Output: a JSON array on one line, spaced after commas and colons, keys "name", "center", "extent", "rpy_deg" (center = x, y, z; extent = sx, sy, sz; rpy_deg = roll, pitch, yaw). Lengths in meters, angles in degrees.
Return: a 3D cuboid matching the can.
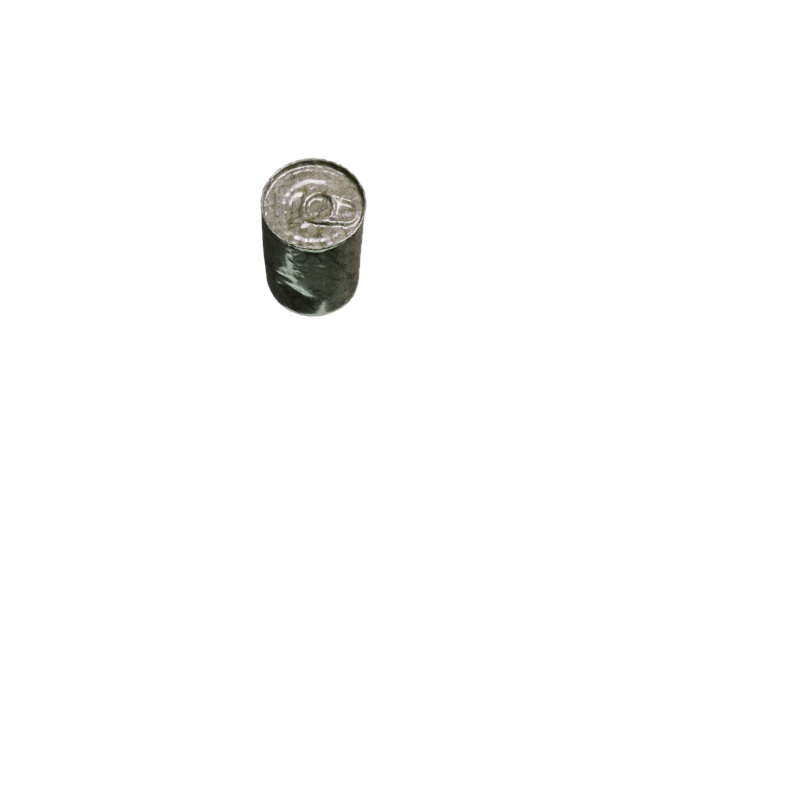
[{"name": "can", "center": [-0.059, -0.107, 0.749], "extent": [0.068, 0.073, 0.097], "rpy_deg": [0, -25, -3]}]
